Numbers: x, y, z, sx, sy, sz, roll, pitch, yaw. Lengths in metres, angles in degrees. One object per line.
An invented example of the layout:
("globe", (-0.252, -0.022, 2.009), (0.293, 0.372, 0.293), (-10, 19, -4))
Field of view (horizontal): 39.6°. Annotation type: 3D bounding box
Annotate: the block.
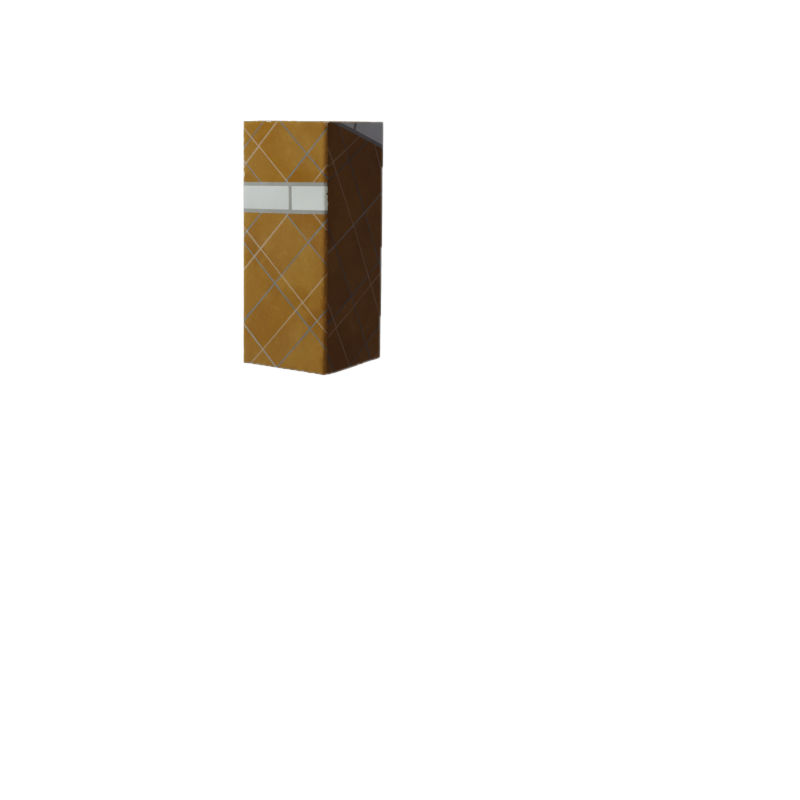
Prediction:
("block", (-0.074, -0.136, 0.949), (0.094, 0.203, 0.088), (5, 9, 32))
